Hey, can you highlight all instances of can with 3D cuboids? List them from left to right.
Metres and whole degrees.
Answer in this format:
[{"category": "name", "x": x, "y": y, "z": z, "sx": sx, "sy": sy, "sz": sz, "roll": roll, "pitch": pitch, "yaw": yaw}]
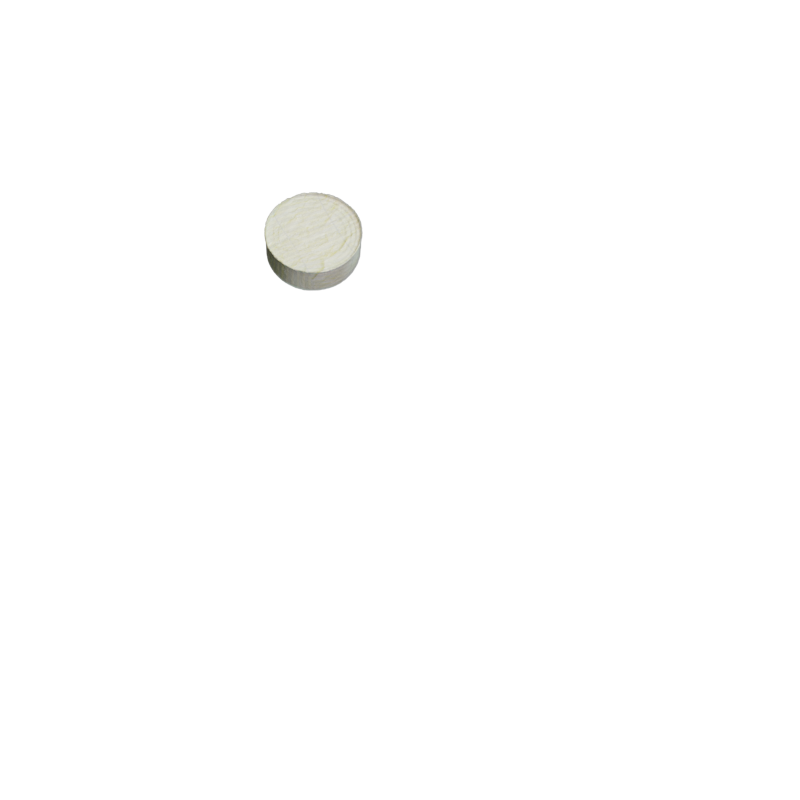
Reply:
[{"category": "can", "x": -0.077, "y": -0.140, "z": 0.980, "sx": 0.086, "sy": 0.092, "sz": 0.031, "roll": -1, "pitch": -32, "yaw": -1}]
